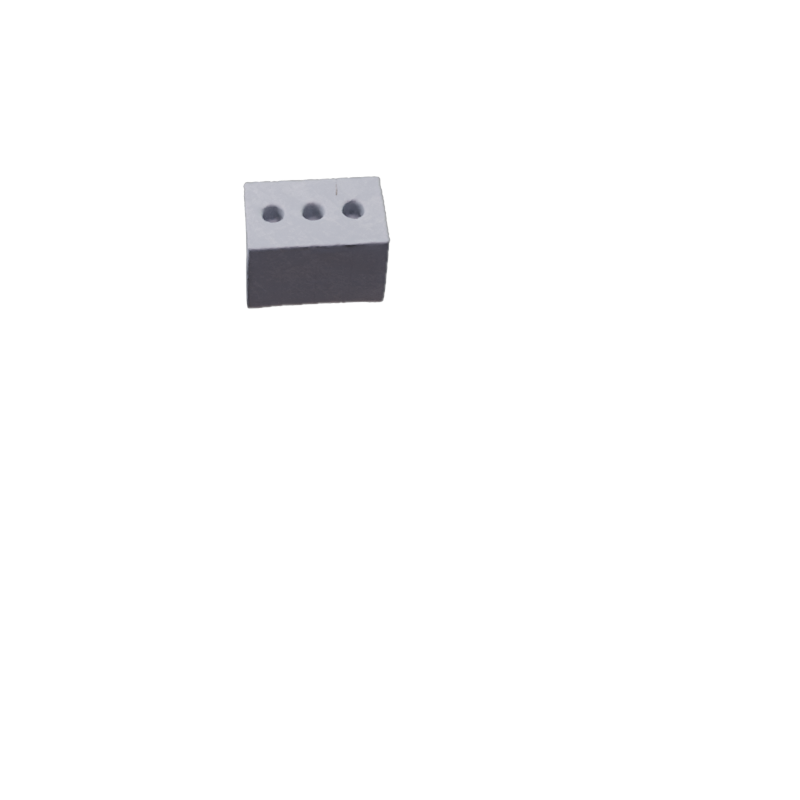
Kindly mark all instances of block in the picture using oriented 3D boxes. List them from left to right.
[{"bbox_3d":[-0.048,-0.088,0.617,0.078,0.057,0.048,-4,-38,-4],"label":"block"}]
